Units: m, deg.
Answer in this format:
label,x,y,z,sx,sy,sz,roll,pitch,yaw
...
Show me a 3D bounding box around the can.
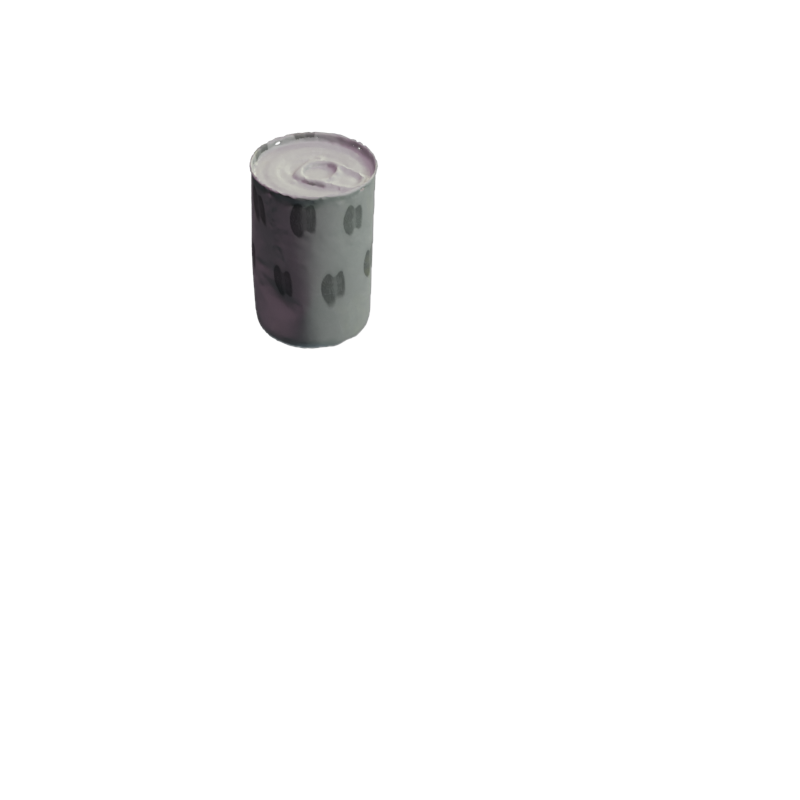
label,x,y,z,sx,sy,sz,roll,pitch,yaw
can,-0.048,-0.088,0.614,0.068,0.095,0.073,0,38,-3
